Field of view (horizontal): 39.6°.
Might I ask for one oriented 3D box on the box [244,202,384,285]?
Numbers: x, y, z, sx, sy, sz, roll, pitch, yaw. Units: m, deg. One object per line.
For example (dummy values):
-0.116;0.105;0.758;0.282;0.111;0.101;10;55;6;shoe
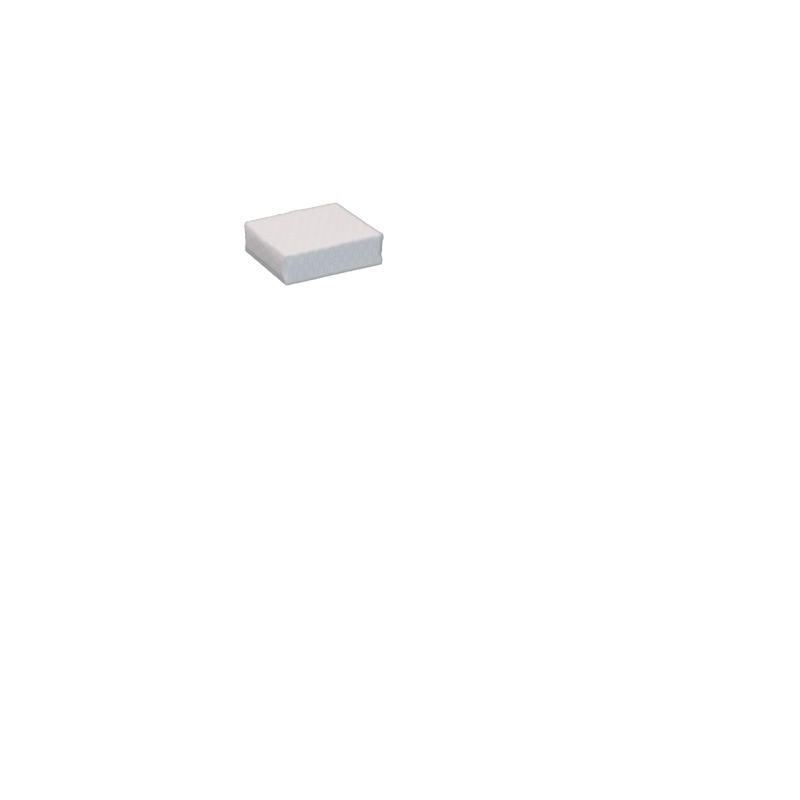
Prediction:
-0.069;-0.126;0.881;0.088;0.028;0.079;-16;34;-26;box
